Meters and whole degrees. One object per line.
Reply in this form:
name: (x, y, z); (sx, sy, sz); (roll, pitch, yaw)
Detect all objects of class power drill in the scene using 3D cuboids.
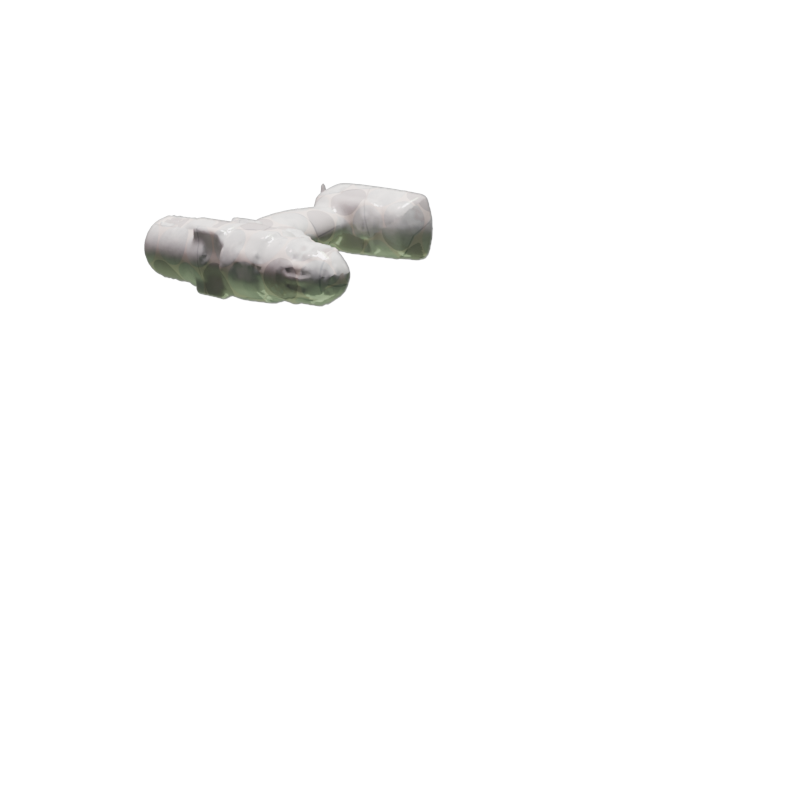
power drill: (-0.062, -0.114, 0.798); (0.195, 0.055, 0.184); (17, 25, 40)
